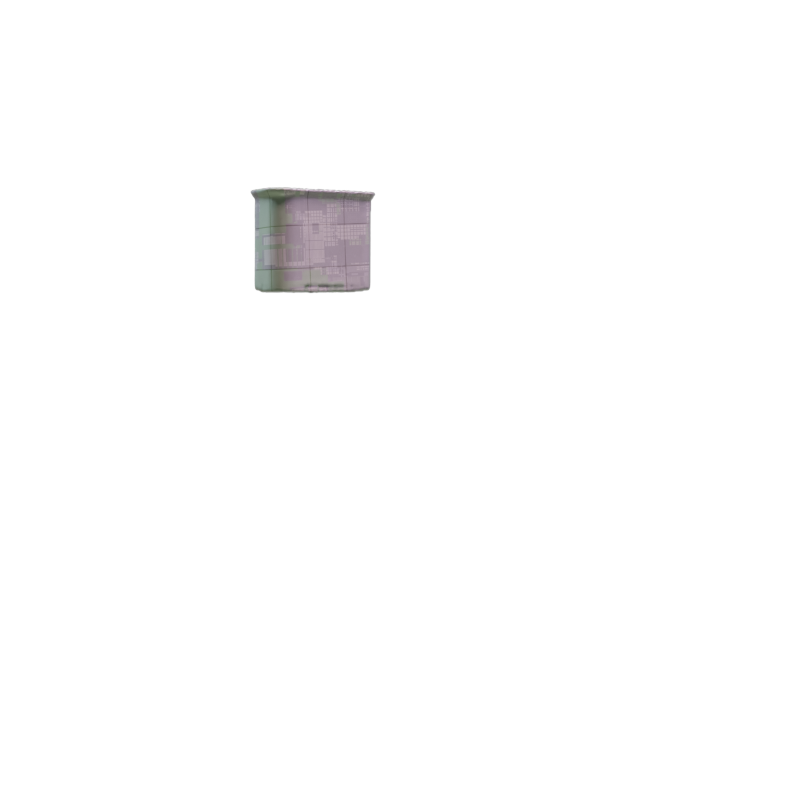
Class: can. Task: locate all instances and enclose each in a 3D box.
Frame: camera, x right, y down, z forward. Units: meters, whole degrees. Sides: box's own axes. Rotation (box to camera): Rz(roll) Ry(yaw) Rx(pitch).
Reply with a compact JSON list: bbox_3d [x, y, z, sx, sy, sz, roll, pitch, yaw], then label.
[{"bbox_3d":[-0.072,-0.131,0.916,0.098,0.084,0.059,-2,2,-33],"label":"can"}]
